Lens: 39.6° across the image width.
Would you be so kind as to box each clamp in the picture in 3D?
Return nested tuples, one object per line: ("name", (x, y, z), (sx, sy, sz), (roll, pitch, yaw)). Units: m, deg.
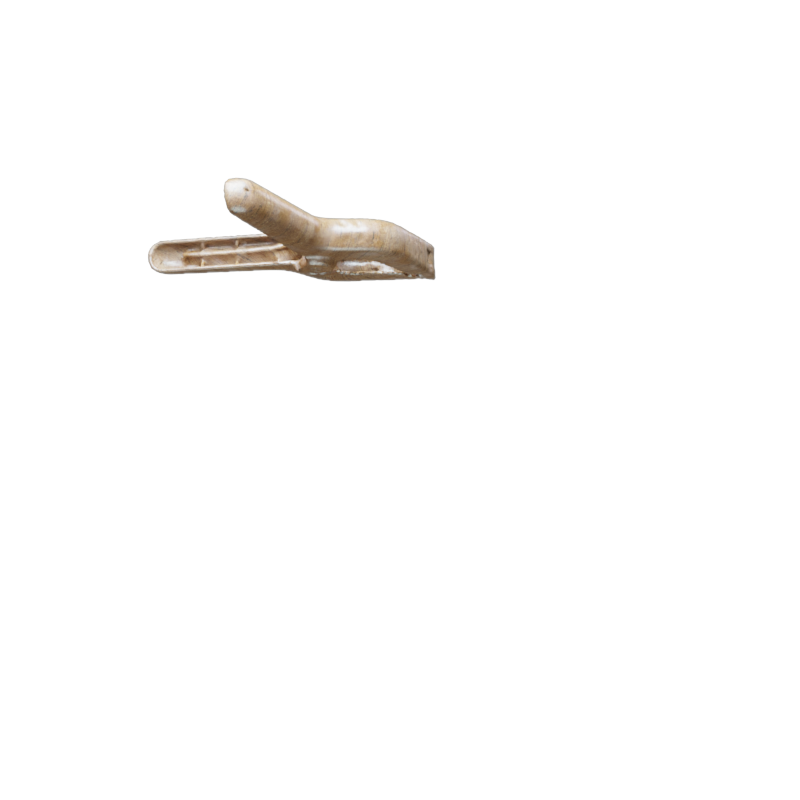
("clamp", (-0.062, -0.114, 0.796), (0.204, 0.038, 0.164), (4, -10, -21))
